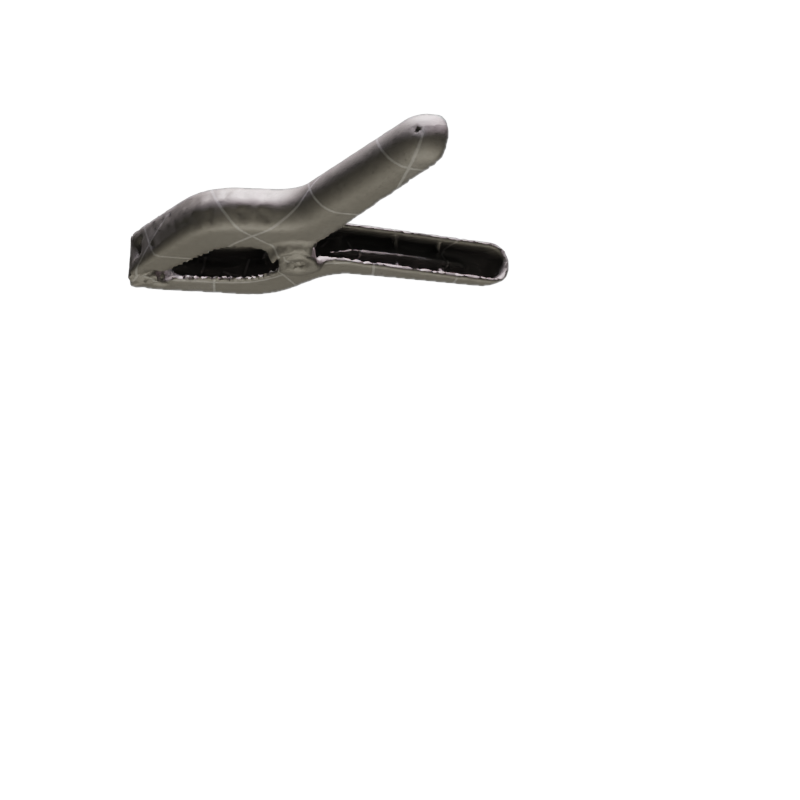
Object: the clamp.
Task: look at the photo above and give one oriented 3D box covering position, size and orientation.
[{"bbox_3d":[-0.048,-0.087,0.608,0.214,0.038,0.153,-9,-23,22],"label":"clamp"}]
